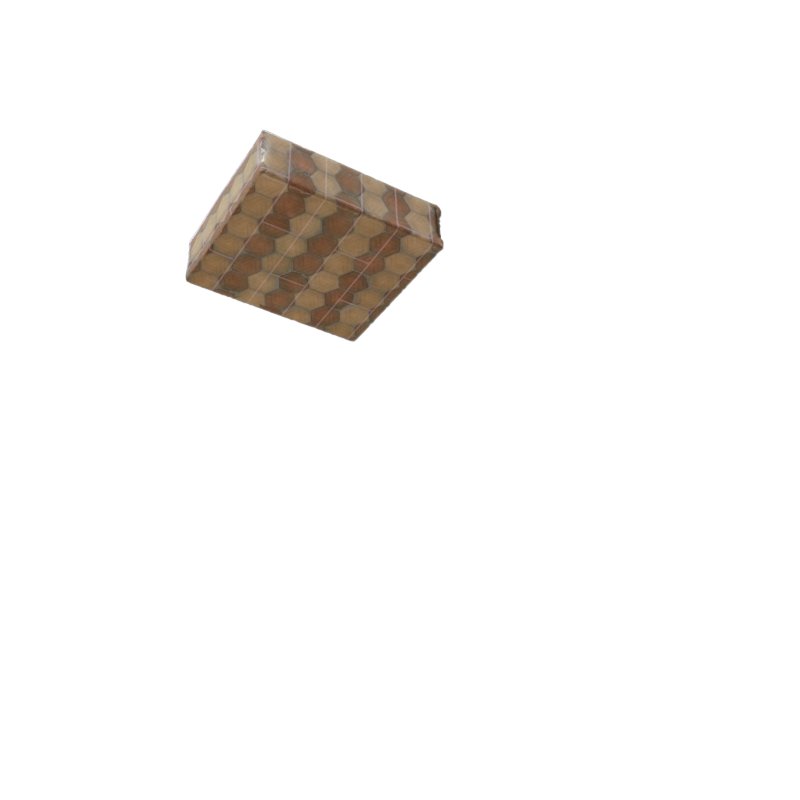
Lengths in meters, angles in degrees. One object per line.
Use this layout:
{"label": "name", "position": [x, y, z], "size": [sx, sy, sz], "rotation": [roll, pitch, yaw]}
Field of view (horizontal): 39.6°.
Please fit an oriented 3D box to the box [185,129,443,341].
{"label": "box", "position": [-0.037, -0.068, 0.480], "size": [0.086, 0.032, 0.071], "rotation": [20, -45, -22]}
